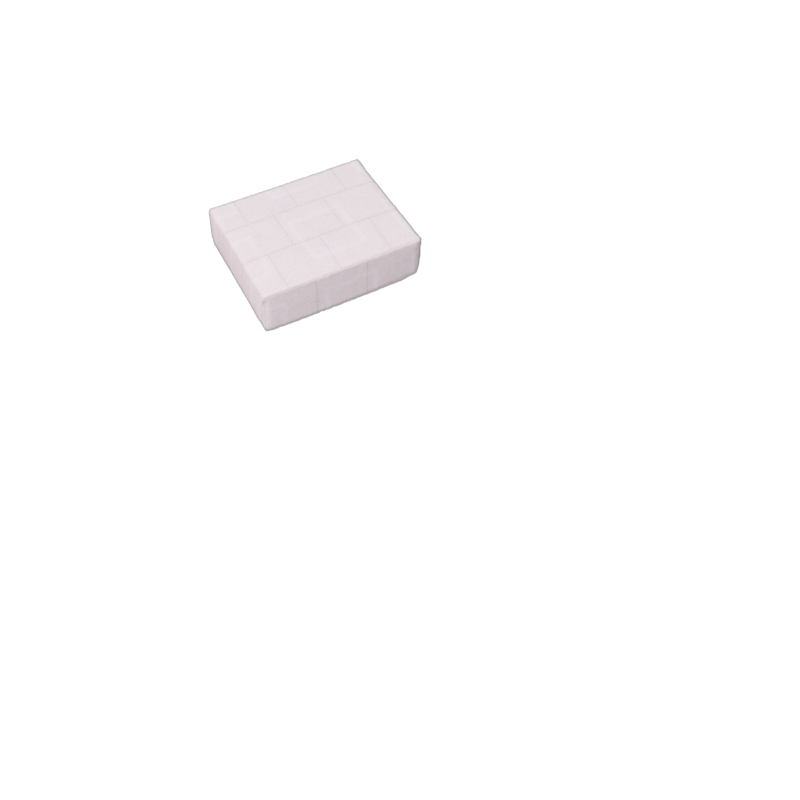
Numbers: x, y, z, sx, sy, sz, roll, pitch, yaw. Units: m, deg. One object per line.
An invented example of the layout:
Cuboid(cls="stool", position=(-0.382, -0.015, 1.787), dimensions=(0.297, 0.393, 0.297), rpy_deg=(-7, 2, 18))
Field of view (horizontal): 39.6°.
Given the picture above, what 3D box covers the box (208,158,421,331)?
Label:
Cuboid(cls="box", position=(-0.056, -0.103, 0.720), dimensions=(0.112, 0.036, 0.097), rpy_deg=(-21, 52, -18))
